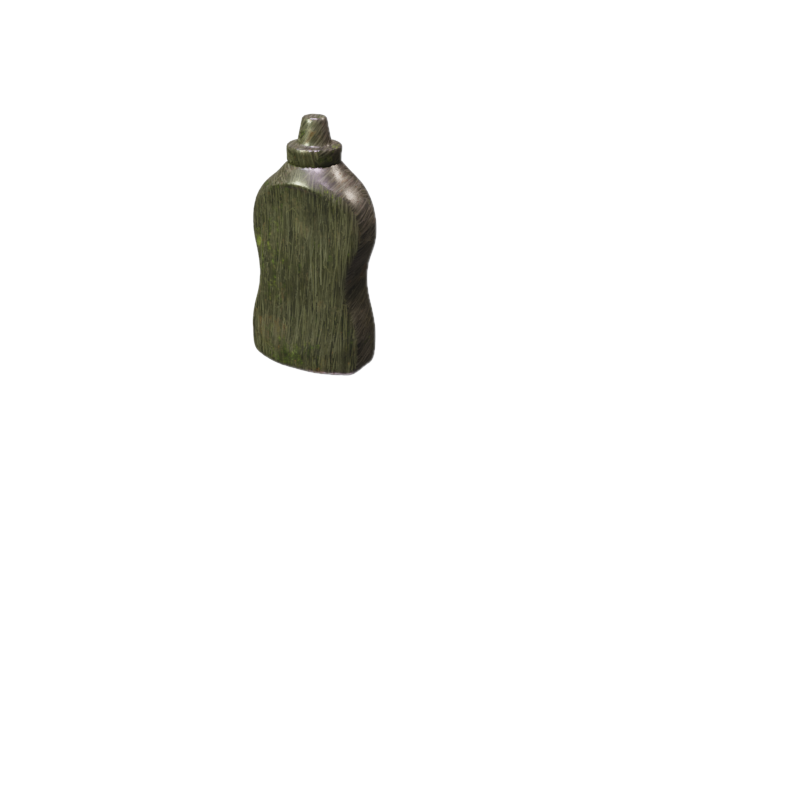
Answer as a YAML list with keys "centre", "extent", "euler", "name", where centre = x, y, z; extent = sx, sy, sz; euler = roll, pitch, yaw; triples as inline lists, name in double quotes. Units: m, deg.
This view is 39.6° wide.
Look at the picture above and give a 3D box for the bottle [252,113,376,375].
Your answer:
- centre: [-0.065, -0.119, 0.831]
  extent: [0.101, 0.183, 0.058]
  euler: [14, 24, 29]
  name: "bottle"
